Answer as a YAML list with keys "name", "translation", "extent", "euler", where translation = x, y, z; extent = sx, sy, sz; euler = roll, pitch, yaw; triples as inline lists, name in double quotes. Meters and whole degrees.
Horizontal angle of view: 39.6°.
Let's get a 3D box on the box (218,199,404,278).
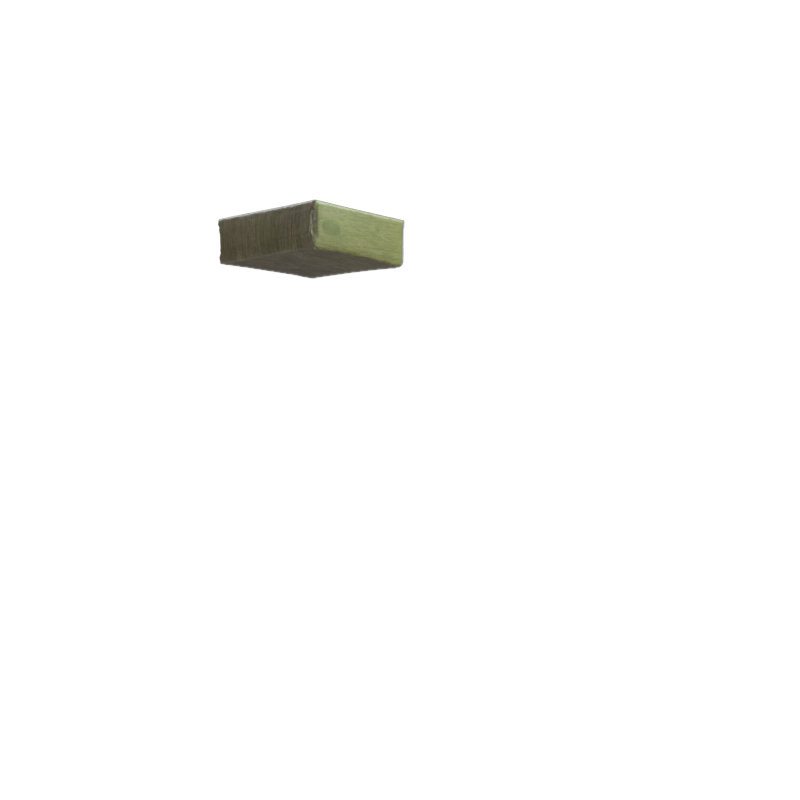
- name: "box"
  translation: [-0.063, -0.116, 0.809]
  extent: [0.093, 0.040, 0.108]
  euler: [-3, -5, 36]
